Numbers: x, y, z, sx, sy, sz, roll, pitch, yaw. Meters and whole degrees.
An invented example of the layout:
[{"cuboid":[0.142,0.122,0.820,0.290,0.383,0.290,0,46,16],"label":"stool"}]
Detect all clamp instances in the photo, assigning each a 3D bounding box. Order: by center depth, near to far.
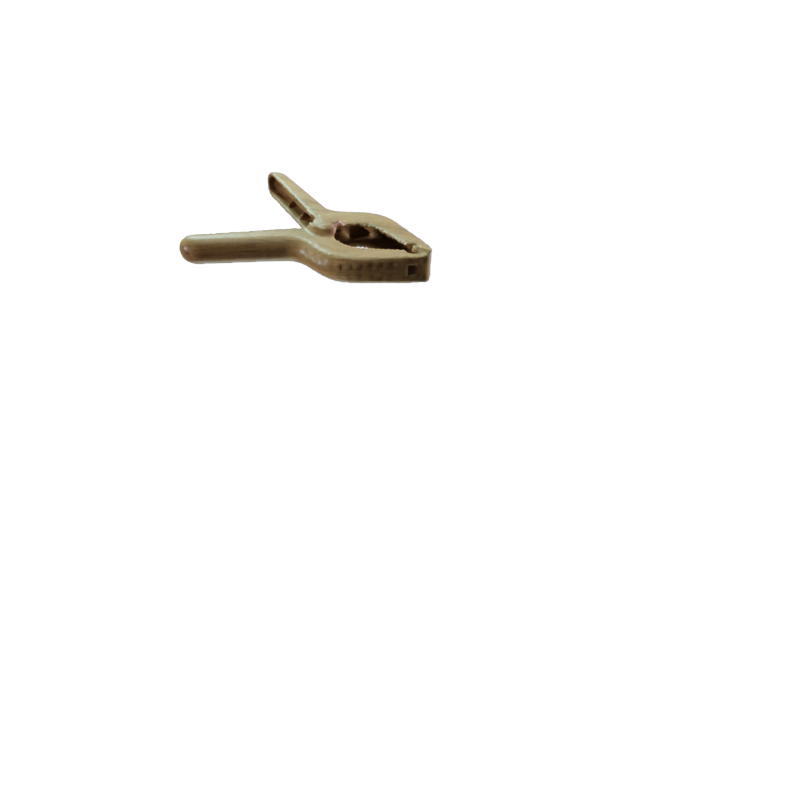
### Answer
[{"cuboid":[-0.076,-0.138,0.970,0.221,0.034,0.167,21,41,27],"label":"clamp"}]
